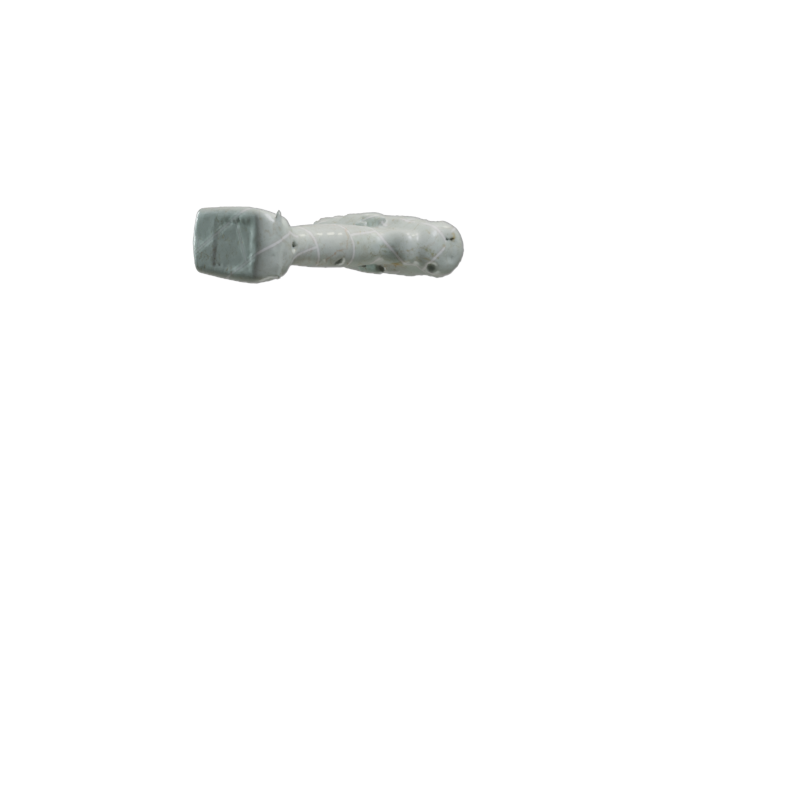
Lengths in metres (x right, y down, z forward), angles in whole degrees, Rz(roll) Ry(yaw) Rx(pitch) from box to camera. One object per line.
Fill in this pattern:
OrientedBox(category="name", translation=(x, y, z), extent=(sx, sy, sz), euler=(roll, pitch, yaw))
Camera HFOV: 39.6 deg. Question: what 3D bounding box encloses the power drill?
OrientedBox(category="power drill", translation=(-0.071, -0.129, 0.906), extent=(0.181, 0.057, 0.193), euler=(-7, 12, -37))
